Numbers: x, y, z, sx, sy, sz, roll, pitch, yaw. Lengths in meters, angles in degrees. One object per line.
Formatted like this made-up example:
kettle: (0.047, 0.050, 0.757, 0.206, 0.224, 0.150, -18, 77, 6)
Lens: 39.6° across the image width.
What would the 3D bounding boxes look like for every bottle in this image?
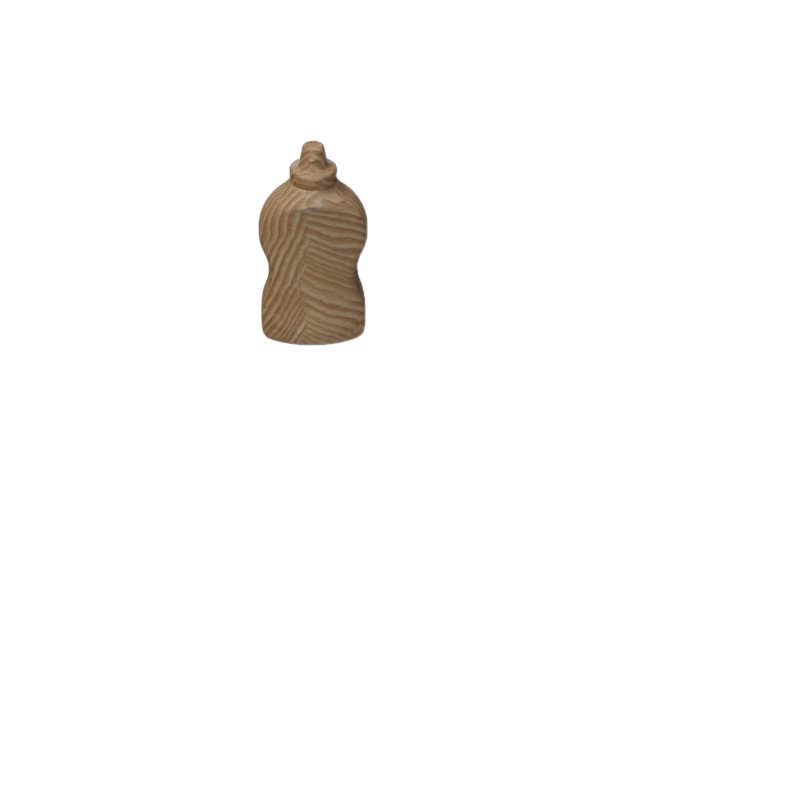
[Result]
bottle: (-0.077, -0.140, 0.983, 0.096, 0.180, 0.062, 1, 33, -1)
